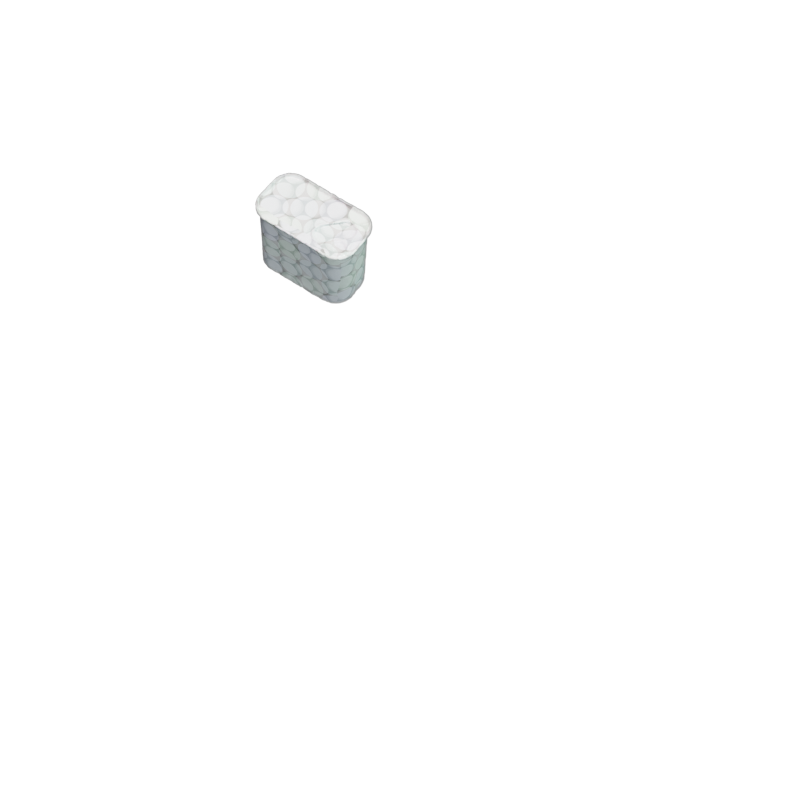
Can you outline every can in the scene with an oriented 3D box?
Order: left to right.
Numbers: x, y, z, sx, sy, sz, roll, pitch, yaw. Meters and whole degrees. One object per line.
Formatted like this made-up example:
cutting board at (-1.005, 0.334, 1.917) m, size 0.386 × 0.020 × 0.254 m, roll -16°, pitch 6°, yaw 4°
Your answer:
can at (-0.077, -0.141, 0.988) m, size 0.106 × 0.059 × 0.079 m, roll 32°, pitch -26°, yaw 16°
